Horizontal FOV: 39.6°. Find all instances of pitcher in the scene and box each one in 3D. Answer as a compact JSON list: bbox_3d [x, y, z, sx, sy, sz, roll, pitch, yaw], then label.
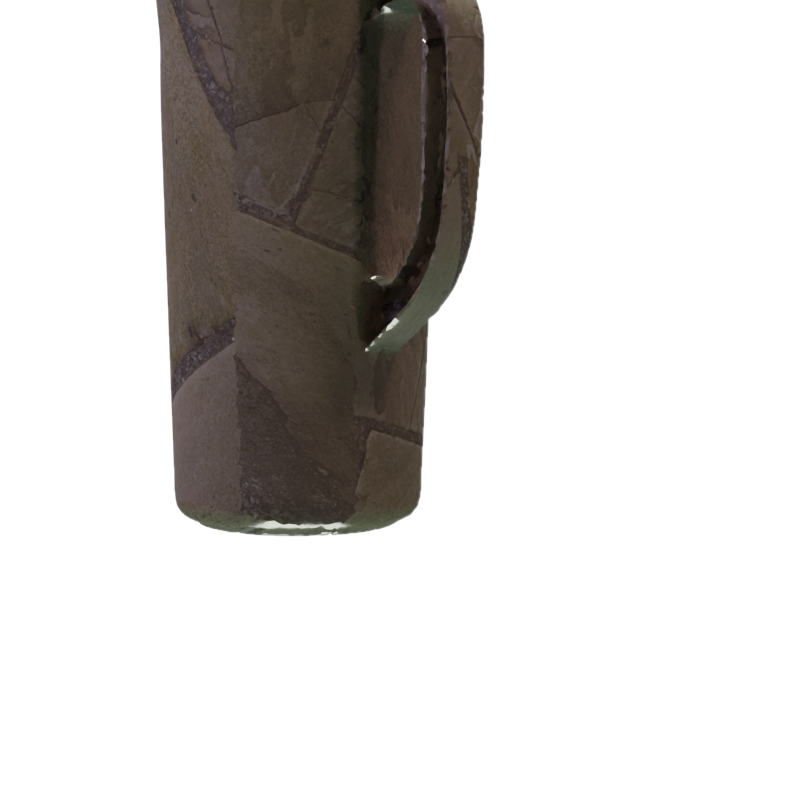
[{"bbox_3d":[-0.038,-0.070,0.488,0.146,0.246,0.147,0,-3,4],"label":"pitcher"}]
